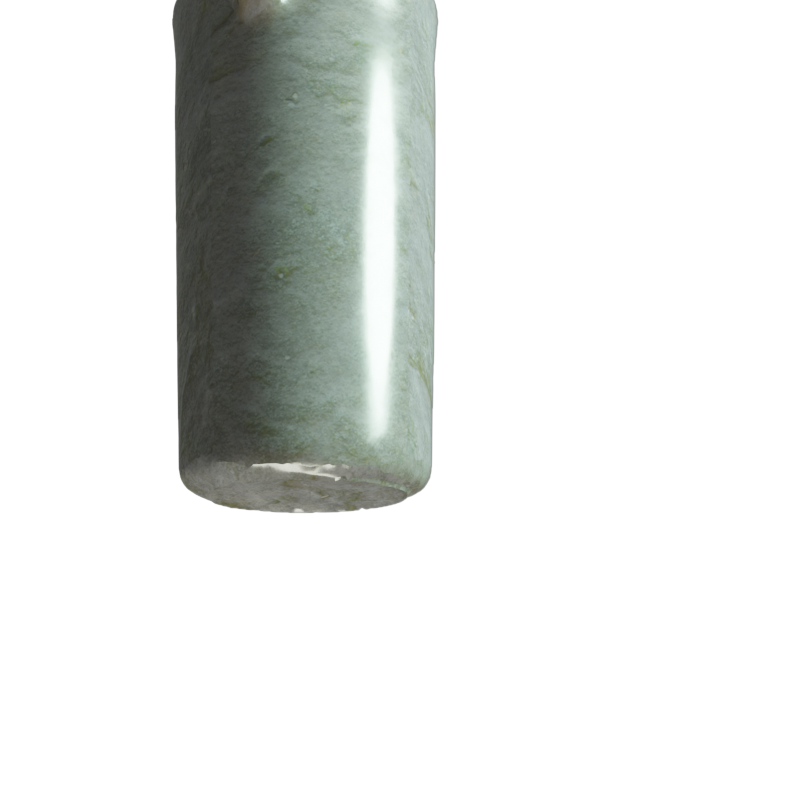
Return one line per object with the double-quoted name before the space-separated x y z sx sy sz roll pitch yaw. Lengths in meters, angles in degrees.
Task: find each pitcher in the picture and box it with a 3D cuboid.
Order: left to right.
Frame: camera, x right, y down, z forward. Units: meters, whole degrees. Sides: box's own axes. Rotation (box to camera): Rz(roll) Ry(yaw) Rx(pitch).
"pitcher" -0.041 -0.075 0.525 0.143 0.255 0.145 11 -23 -30
